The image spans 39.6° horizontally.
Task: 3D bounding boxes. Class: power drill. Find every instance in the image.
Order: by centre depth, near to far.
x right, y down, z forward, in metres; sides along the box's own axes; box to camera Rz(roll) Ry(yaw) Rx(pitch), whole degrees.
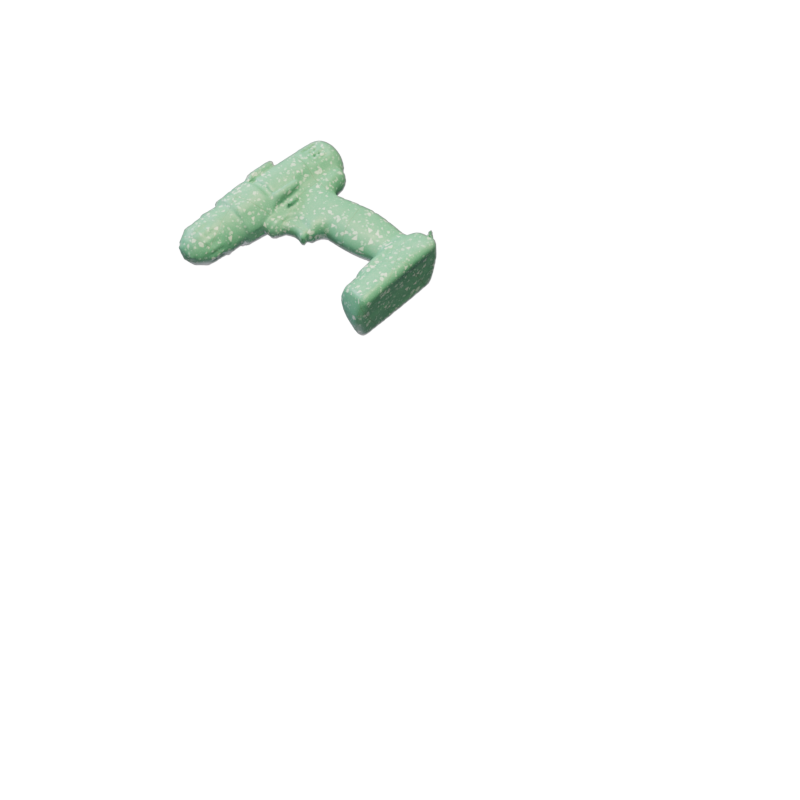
[{"bbox_3d":[-0.077,-0.140,0.984,0.199,0.053,0.186,38,61,25],"label":"power drill"}]
